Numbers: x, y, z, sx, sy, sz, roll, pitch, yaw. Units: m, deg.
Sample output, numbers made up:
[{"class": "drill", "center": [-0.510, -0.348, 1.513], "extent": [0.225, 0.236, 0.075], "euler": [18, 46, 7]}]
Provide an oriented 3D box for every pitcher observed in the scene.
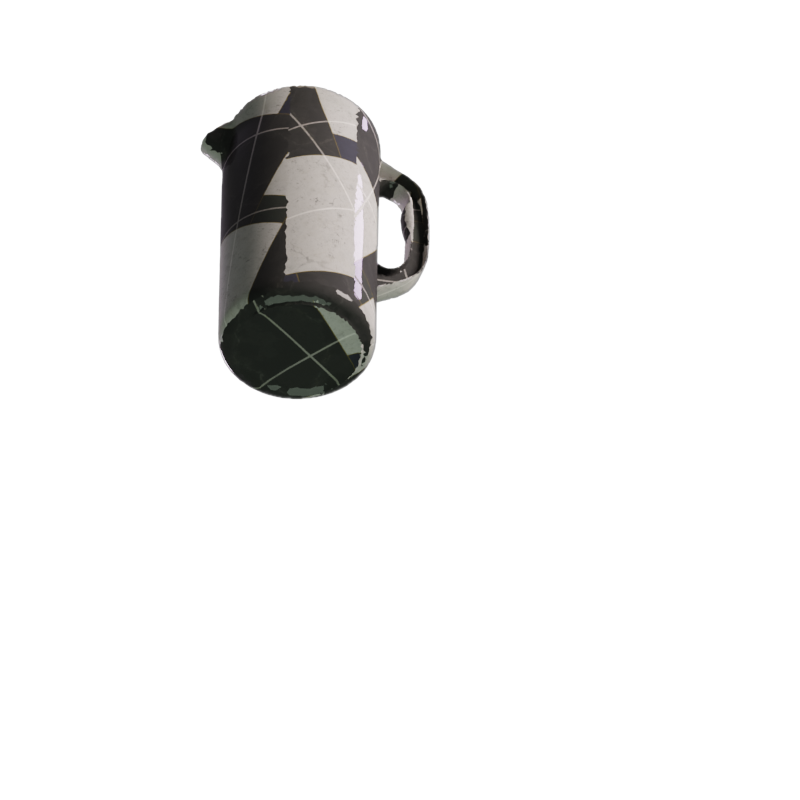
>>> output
[{"class": "pitcher", "center": [-0.066, -0.120, 0.840], "extent": [0.150, 0.261, 0.134], "euler": [-21, -49, 16]}]
